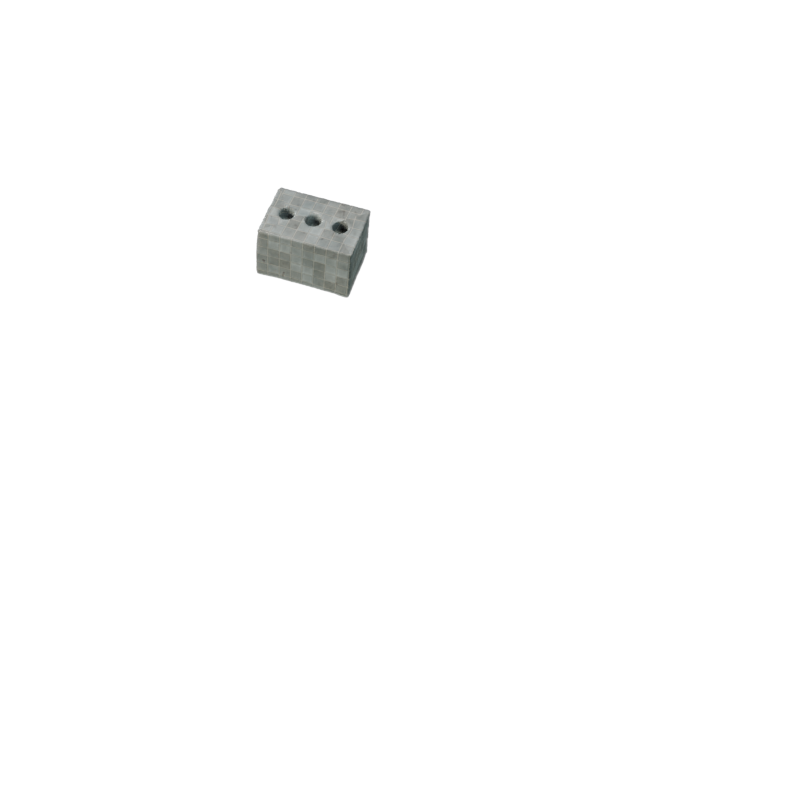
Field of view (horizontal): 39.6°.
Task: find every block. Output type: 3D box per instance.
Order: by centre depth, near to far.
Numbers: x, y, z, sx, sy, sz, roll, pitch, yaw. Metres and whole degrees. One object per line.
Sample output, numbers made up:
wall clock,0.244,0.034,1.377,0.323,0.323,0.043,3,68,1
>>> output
block,-0.068,-0.124,0.866,0.080,0.055,0.048,15,-37,10
